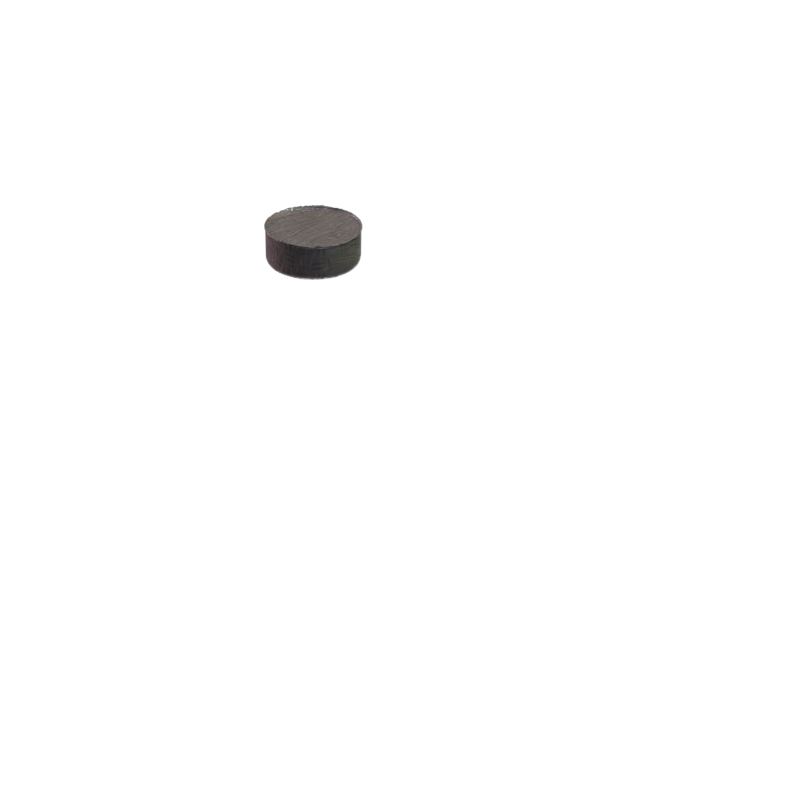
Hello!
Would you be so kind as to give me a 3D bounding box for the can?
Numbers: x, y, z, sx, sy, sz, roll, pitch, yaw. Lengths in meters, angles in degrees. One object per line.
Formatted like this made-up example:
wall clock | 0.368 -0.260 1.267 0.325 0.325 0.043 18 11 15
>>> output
can | -0.076 -0.139 0.973 0.086 0.032 0.091 -1 32 -2
